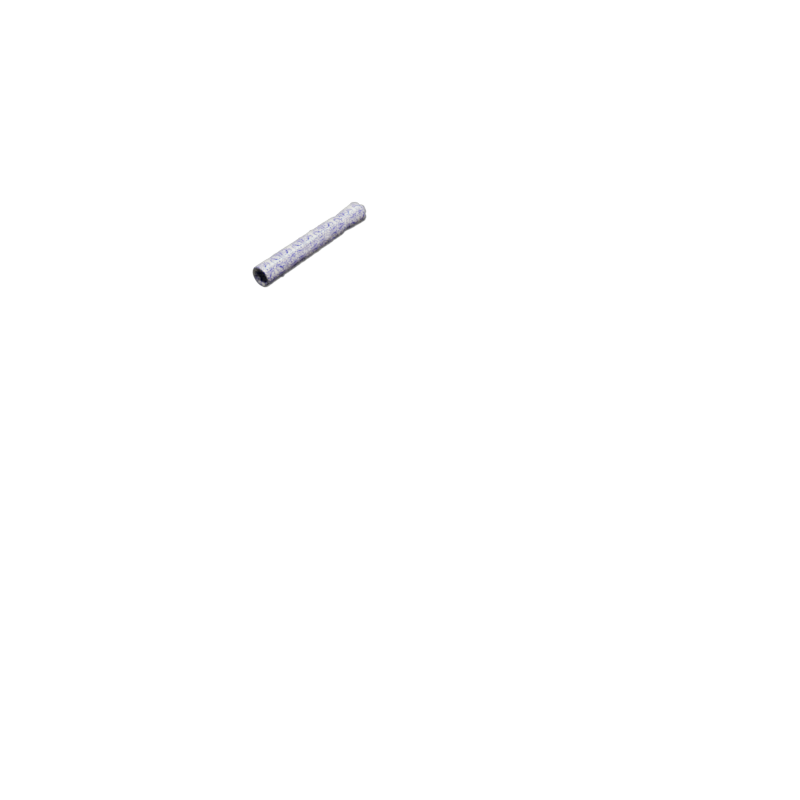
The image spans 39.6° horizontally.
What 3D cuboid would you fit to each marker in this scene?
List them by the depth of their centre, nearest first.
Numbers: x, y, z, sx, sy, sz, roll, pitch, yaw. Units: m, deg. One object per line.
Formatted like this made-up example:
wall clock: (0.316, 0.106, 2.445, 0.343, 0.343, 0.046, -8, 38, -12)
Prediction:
marker: (-0.070, -0.128, 0.900, 0.021, 0.019, 0.122, 4, 35, 47)
